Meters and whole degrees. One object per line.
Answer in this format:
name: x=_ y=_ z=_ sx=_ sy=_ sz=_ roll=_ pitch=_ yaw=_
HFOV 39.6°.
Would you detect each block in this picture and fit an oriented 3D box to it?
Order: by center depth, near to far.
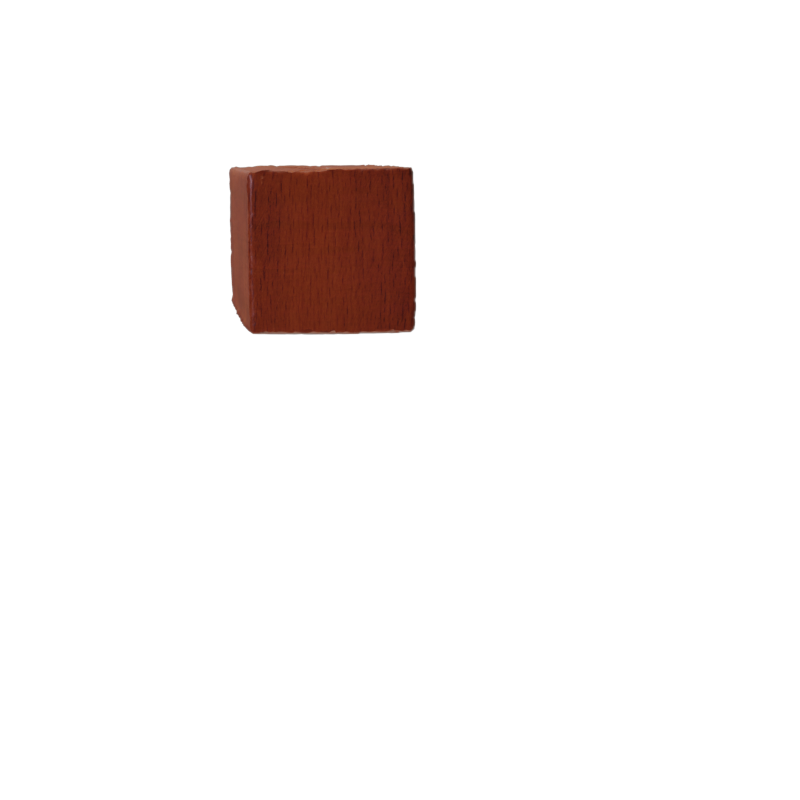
block: x=-0.029 y=-0.053 z=0.373 sx=0.052 sy=0.050 sz=0.081 roll=-2 pitch=11 yaw=-12
